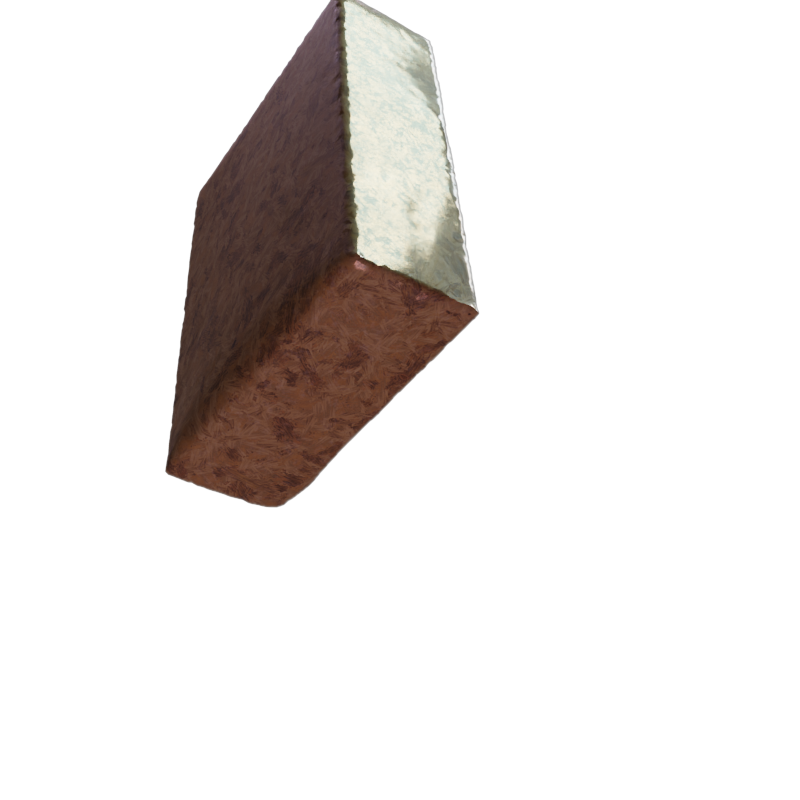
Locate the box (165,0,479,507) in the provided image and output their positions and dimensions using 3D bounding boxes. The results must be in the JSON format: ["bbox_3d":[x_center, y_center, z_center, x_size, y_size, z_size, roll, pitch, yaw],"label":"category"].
[{"bbox_3d":[-0.044,-0.080,0.559,0.068,0.230,0.160,24,-51,-26],"label":"box"}]
